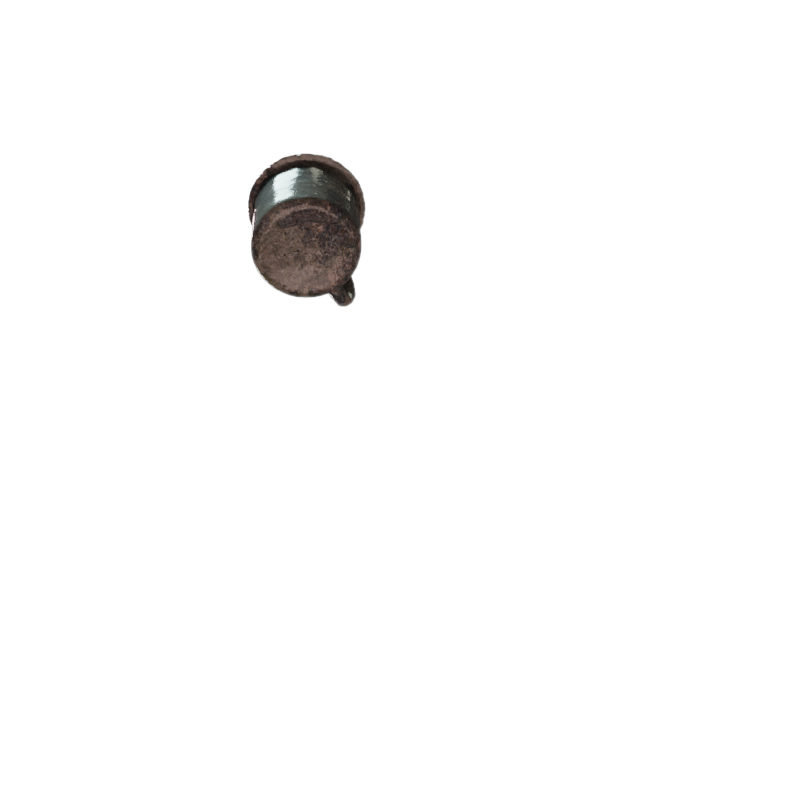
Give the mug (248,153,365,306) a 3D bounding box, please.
[{"bbox_3d":[-0.066,-0.121,0.848,0.093,0.110,0.086,-23,27,10],"label":"mug"}]
